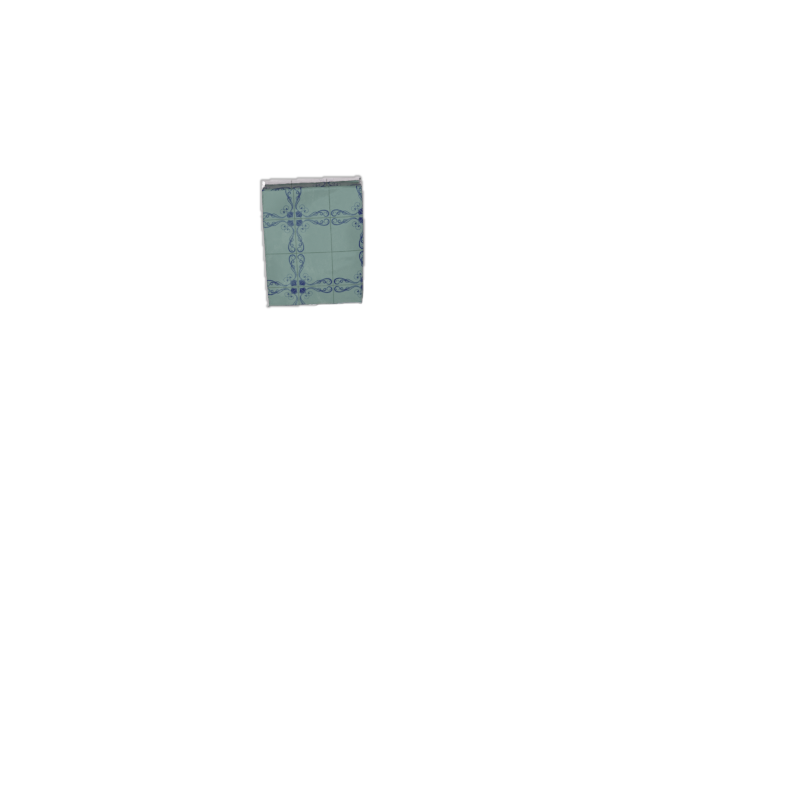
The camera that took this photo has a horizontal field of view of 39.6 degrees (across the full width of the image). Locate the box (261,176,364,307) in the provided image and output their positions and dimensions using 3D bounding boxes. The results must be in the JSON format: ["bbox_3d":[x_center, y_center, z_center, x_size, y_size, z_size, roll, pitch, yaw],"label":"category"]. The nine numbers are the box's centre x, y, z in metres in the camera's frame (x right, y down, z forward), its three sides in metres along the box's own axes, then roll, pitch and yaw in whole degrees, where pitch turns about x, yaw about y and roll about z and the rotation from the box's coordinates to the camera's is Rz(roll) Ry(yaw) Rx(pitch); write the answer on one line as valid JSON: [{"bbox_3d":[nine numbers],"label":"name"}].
[{"bbox_3d":[-0.077,-0.141,0.986,0.090,0.109,0.040,-1,17,0],"label":"box"}]
